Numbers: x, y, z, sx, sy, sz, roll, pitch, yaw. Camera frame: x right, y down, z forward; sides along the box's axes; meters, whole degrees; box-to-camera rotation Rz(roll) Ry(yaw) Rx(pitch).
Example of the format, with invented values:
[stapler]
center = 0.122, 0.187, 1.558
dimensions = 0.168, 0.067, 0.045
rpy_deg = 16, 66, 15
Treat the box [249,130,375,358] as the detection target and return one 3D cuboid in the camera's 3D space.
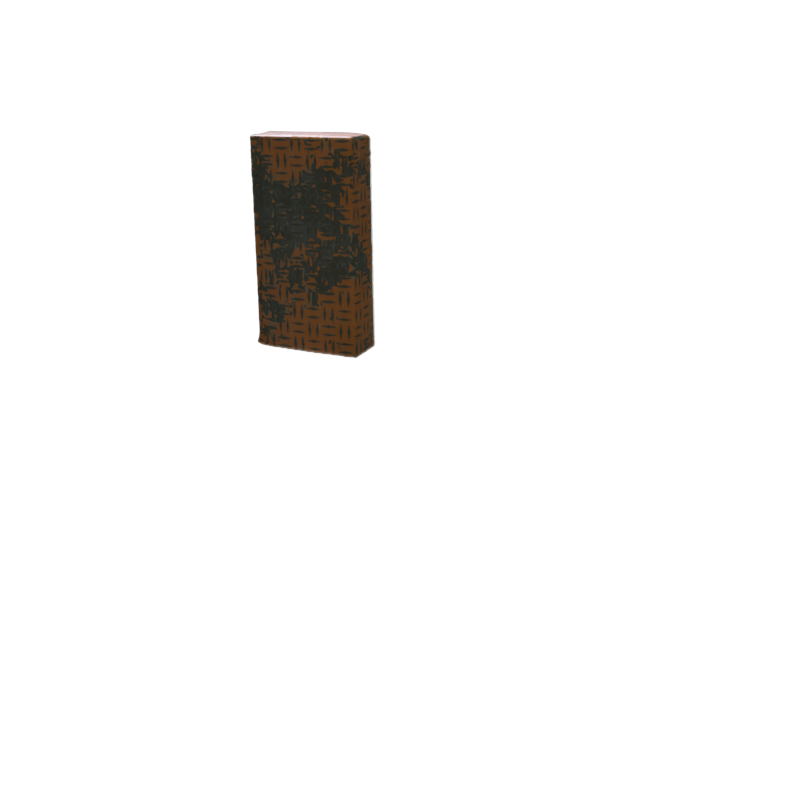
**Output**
[box]
center = -0.070, -0.128, 0.896
dimensions = 0.097, 0.172, 0.047
rpy_deg = 6, 11, 26
